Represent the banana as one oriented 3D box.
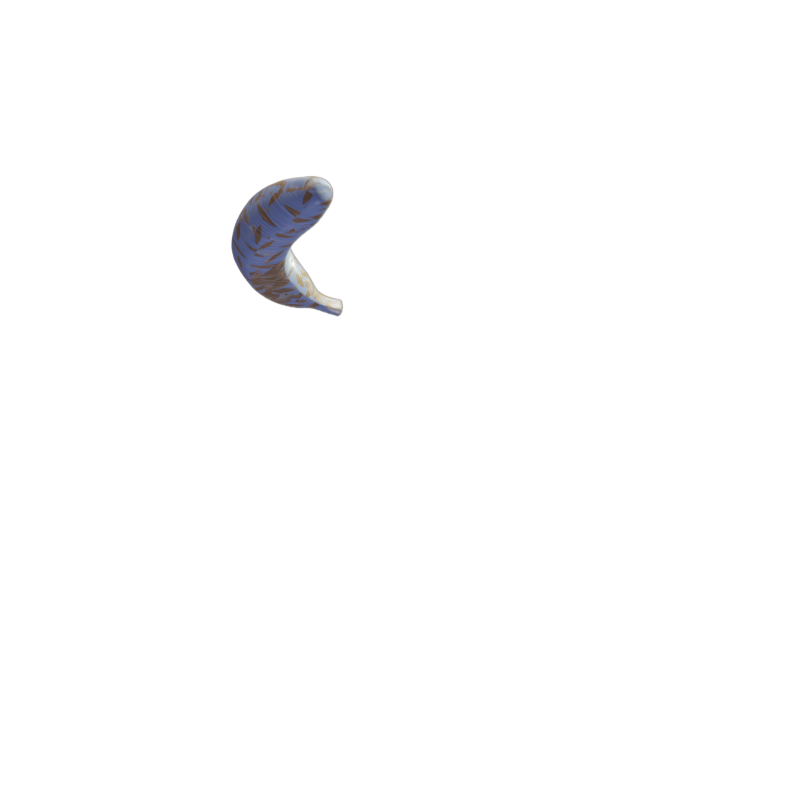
[{"bbox_3d":[-0.073,-0.098,0.700,0.070,0.038,0.189,0,-14,0],"label":"banana"}]
